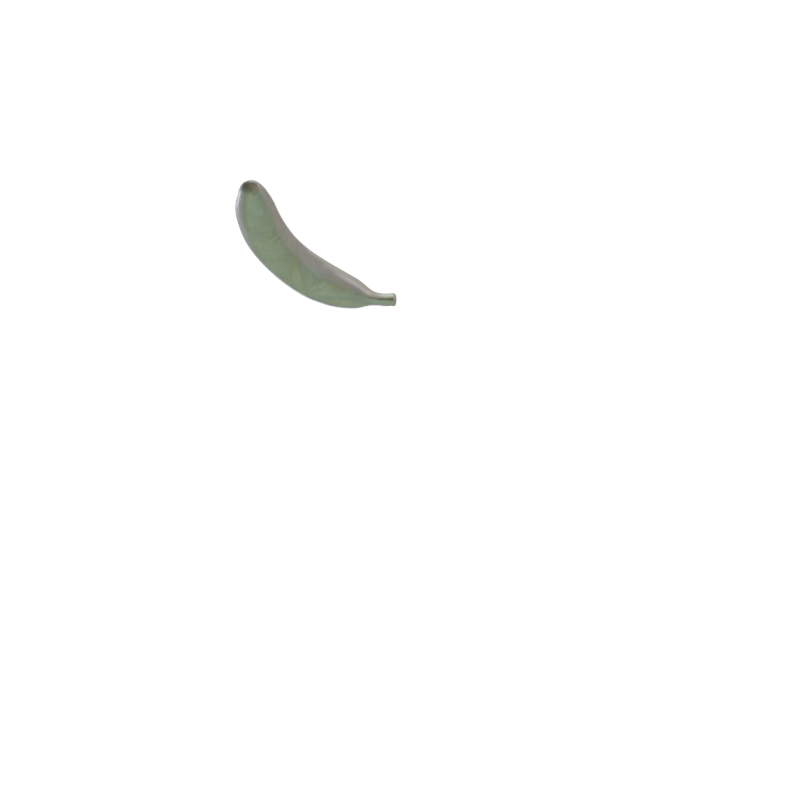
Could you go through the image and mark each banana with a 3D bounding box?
[{"bbox_3d":[-0.086,-0.127,0.952,0.070,0.039,0.184,-25,-40,31],"label":"banana"}]
